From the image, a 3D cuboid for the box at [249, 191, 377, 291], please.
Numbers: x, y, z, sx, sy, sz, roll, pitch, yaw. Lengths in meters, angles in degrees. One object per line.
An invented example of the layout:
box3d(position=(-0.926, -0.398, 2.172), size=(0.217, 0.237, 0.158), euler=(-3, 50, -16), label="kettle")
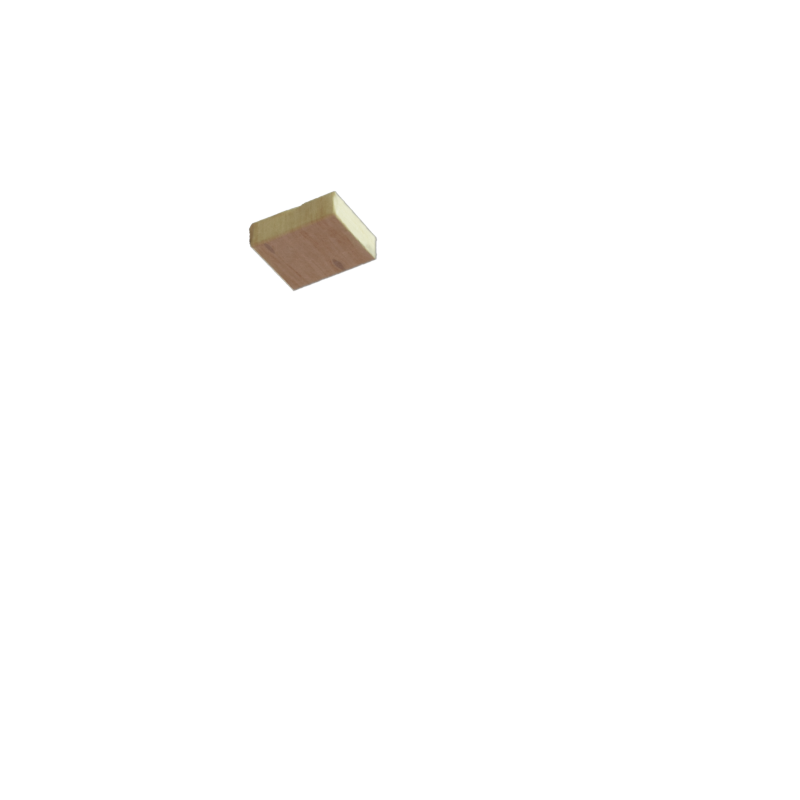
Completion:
box3d(position=(-0.076, -0.138, 0.965), size=(0.090, 0.032, 0.068), euler=(-18, -38, 24), label="box")
